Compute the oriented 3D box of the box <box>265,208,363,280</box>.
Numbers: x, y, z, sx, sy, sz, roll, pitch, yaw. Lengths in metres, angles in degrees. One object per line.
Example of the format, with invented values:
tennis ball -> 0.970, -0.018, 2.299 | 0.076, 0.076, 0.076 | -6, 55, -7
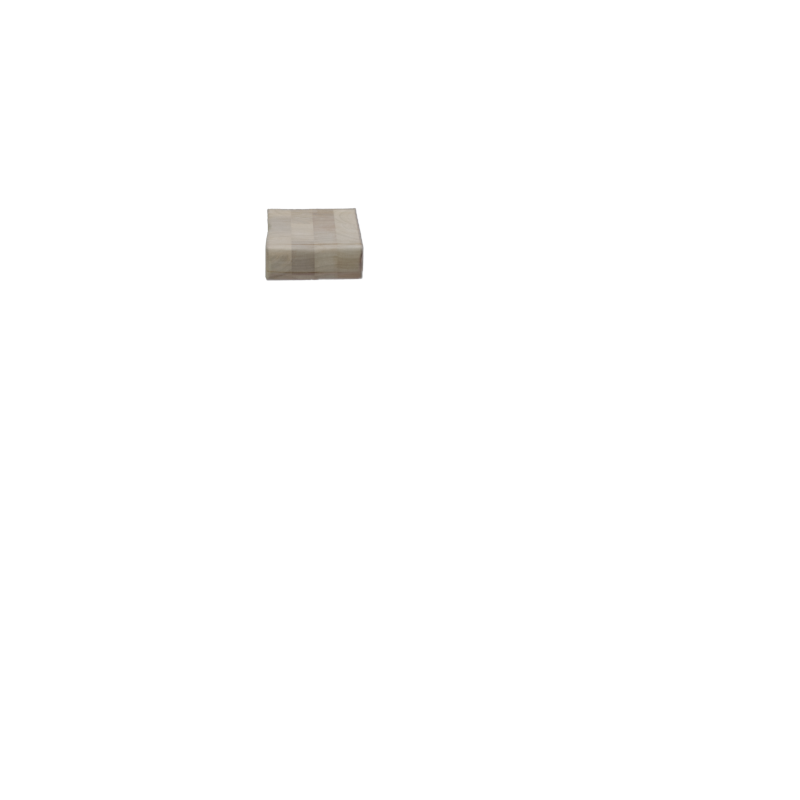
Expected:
box -> -0.067, -0.123, 0.860 | 0.073, 0.029, 0.094 | -1, 28, -3
